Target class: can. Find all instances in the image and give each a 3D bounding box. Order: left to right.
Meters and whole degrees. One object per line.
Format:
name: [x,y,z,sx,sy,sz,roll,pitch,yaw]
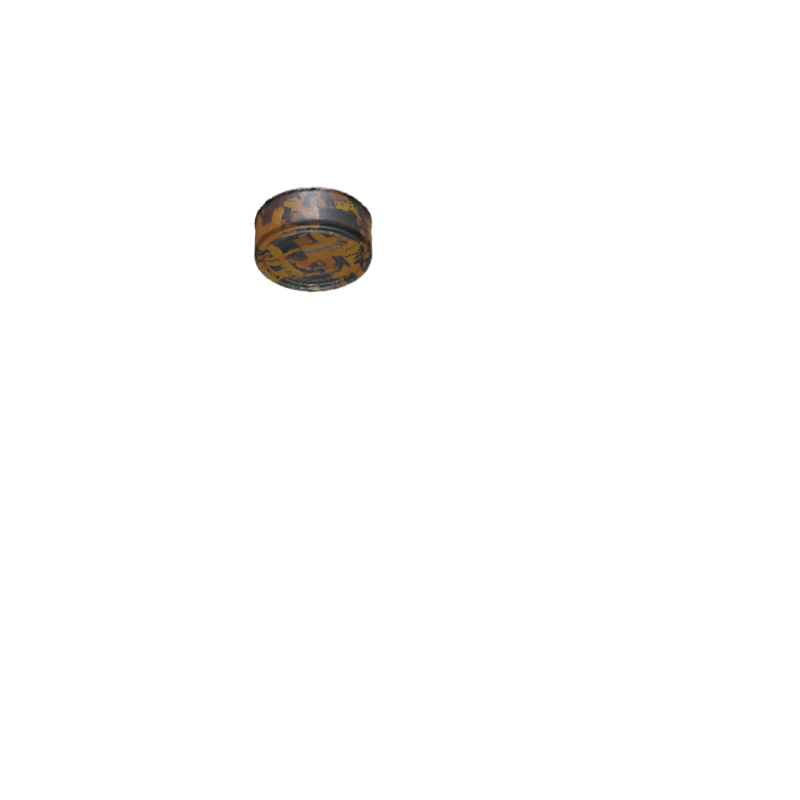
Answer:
can: [-0.062,-0.114,0.796,0.086,0.036,0.080,1,-31,-2]
